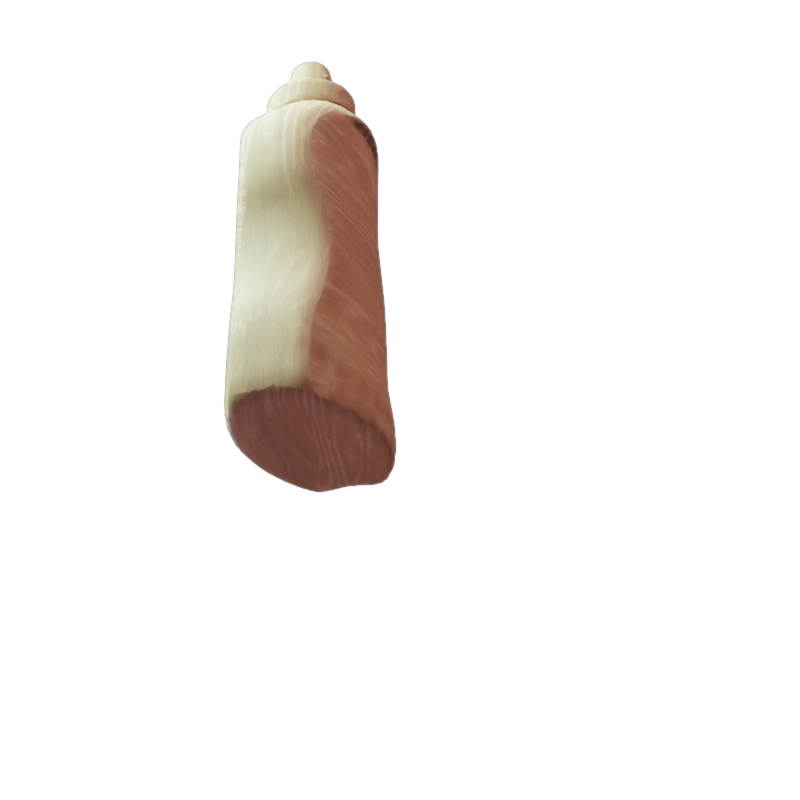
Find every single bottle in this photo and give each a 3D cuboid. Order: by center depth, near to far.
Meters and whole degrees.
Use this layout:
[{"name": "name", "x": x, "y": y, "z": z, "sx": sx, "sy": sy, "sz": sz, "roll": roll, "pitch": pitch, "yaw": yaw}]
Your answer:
[{"name": "bottle", "x": -0.037, "y": -0.067, "z": 0.470, "sx": 0.059, "sy": 0.204, "sz": 0.089, "roll": -13, "pitch": -32, "yaw": 17}]
